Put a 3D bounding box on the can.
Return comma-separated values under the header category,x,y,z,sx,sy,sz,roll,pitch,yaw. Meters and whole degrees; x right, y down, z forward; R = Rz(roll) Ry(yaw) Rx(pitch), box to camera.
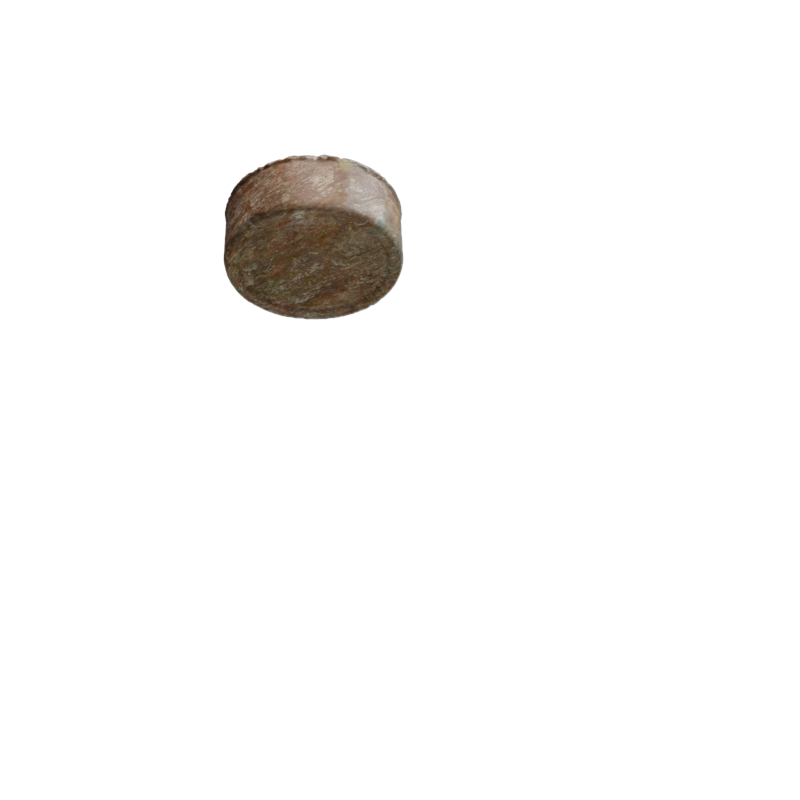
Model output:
category,x,y,z,sx,sy,sz,roll,pitch,yaw
can,-0.041,-0.075,0.528,0.086,0.036,0.080,1,-35,-2
